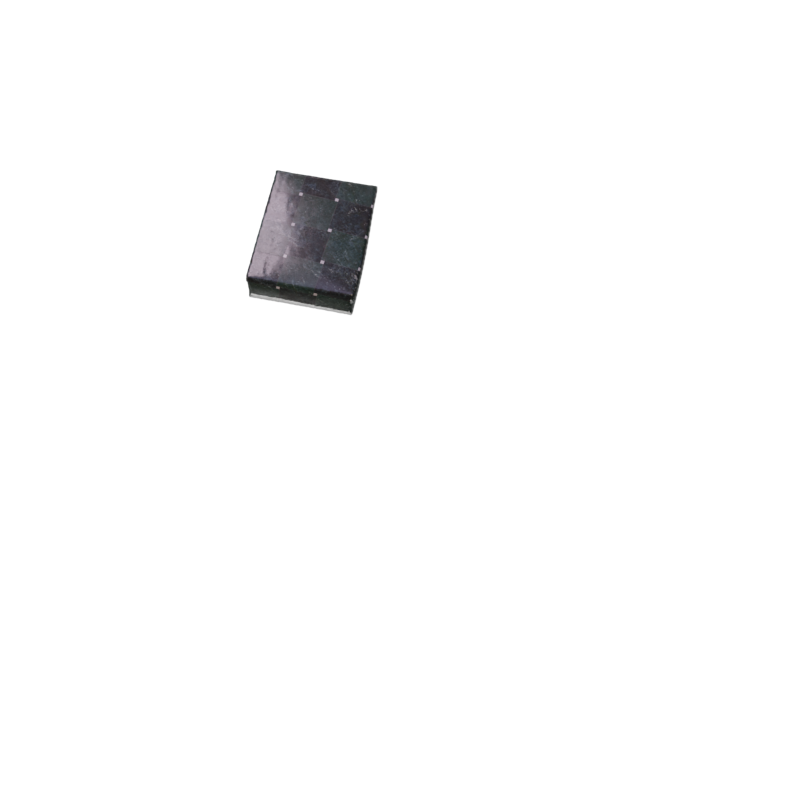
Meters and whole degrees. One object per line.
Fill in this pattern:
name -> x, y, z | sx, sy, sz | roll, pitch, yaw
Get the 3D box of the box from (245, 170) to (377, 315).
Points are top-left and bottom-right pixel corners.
box -> -0.073, -0.133, 0.930 | 0.091, 0.120, 0.036 | 9, -31, 5
